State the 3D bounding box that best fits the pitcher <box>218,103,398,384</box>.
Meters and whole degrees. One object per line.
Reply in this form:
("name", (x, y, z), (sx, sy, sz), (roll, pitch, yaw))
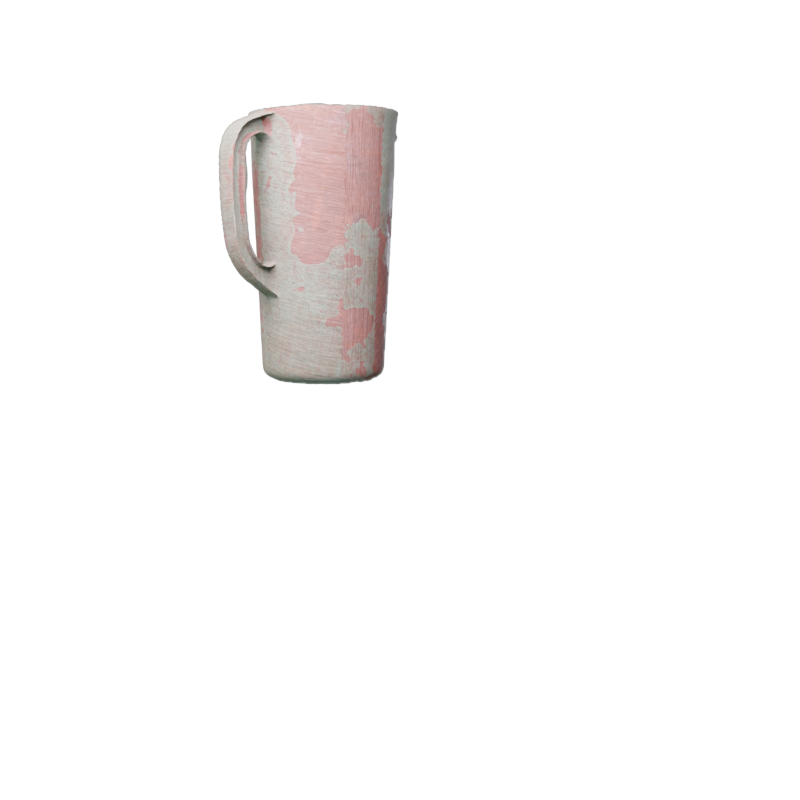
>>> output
("pitcher", (-0.077, -0.140, 0.978), (0.150, 0.243, 0.145), (0, 2, 3))
